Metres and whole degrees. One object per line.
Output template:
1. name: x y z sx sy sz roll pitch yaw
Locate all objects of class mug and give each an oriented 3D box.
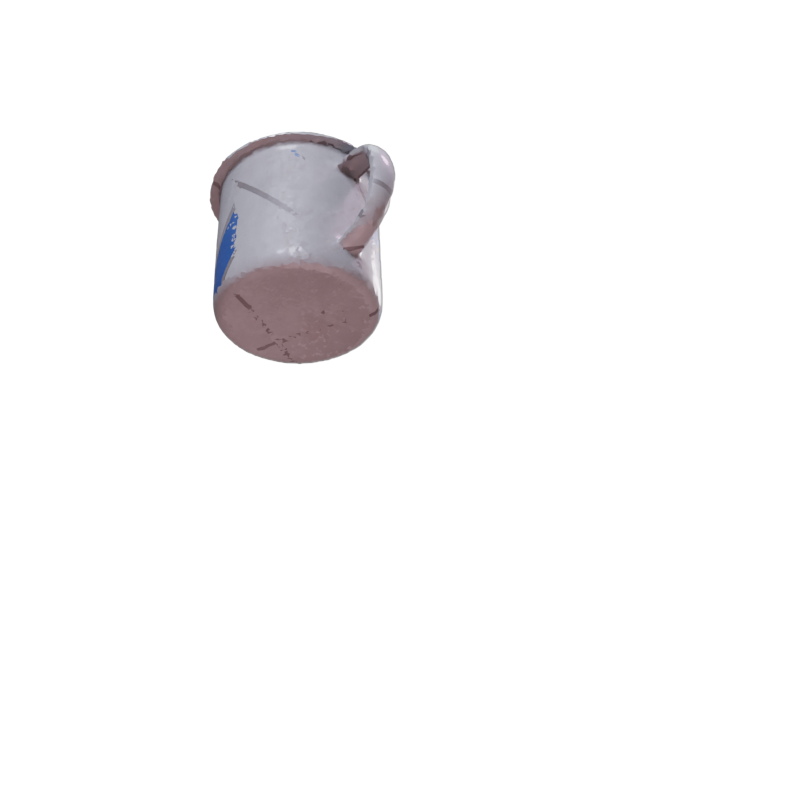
1. mug: -0.043 -0.078 0.545 0.088 0.087 0.116 28 -47 -32
